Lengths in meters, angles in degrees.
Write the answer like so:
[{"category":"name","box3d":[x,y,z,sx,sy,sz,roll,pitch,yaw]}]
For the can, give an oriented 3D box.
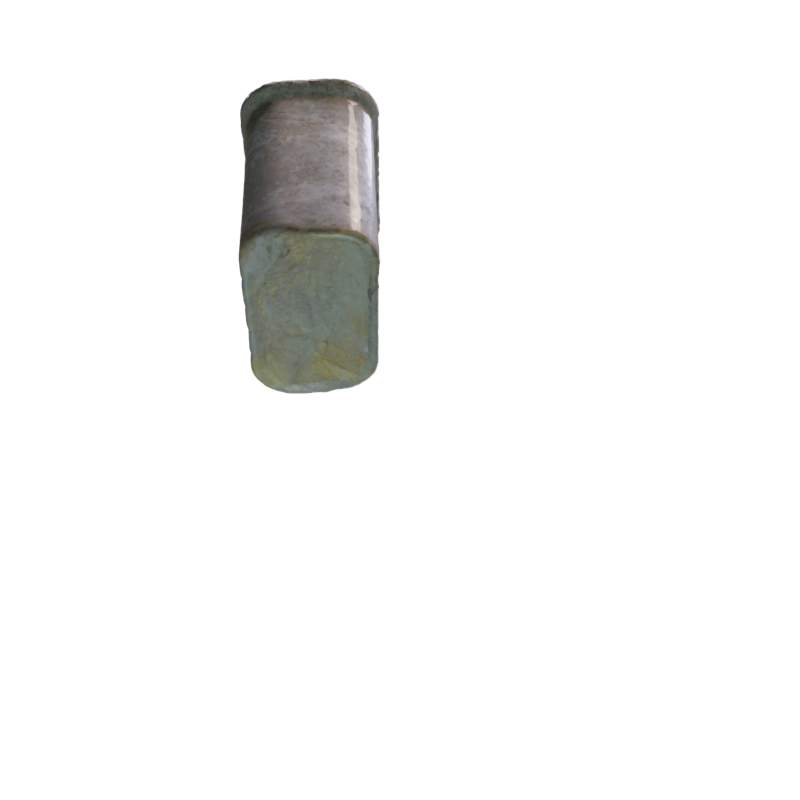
[{"category":"can","box3d":[-0.035,-0.064,0.451,0.057,0.090,0.095,-2,-39,-1]}]
